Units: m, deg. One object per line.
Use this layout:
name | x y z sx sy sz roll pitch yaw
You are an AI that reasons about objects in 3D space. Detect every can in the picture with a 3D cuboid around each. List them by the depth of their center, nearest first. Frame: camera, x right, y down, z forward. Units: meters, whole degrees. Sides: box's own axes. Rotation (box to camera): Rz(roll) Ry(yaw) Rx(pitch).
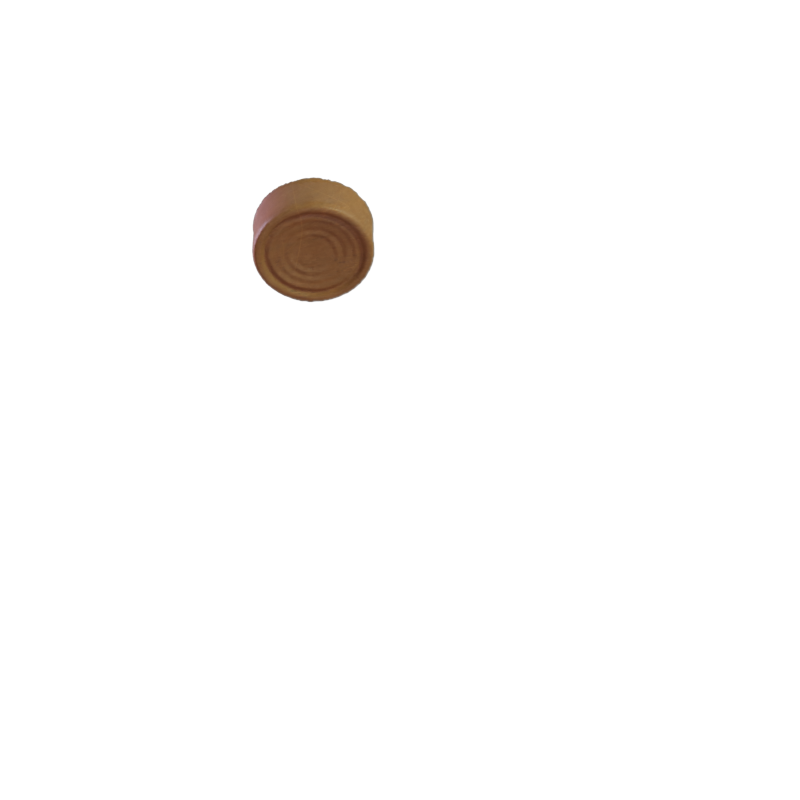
can | -0.060 -0.110 0.772 0.086 0.080 0.036 1 40 -1
